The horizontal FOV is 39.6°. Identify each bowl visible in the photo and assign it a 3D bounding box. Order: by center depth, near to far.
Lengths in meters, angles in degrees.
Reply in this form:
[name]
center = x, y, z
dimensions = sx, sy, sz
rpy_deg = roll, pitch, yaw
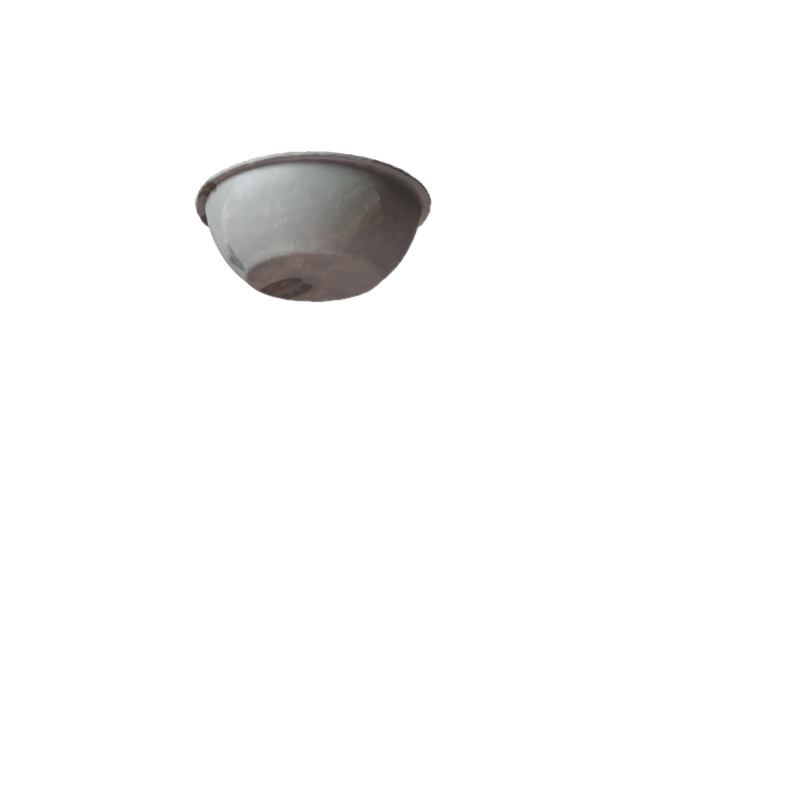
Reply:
[bowl]
center = -0.059, -0.107, 0.751
dimensions = 0.162, 0.058, 0.155
rpy_deg = 0, -17, -2
